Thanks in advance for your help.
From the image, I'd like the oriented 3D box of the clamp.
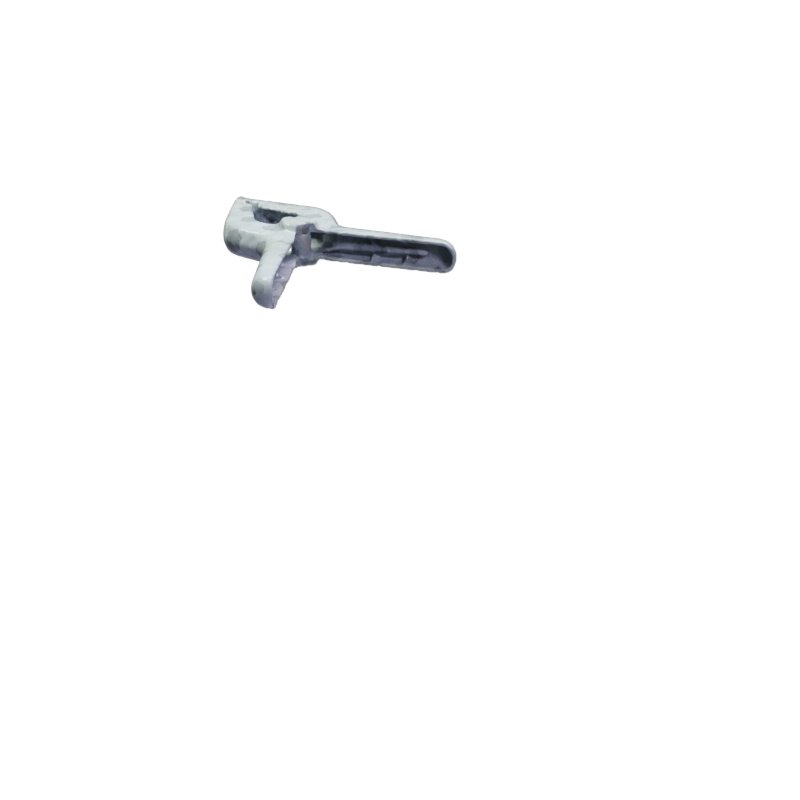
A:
[{"bbox_3d":[-0.068,-0.124,0.865,0.161,0.035,0.224,-10,26,-23],"label":"clamp"}]
